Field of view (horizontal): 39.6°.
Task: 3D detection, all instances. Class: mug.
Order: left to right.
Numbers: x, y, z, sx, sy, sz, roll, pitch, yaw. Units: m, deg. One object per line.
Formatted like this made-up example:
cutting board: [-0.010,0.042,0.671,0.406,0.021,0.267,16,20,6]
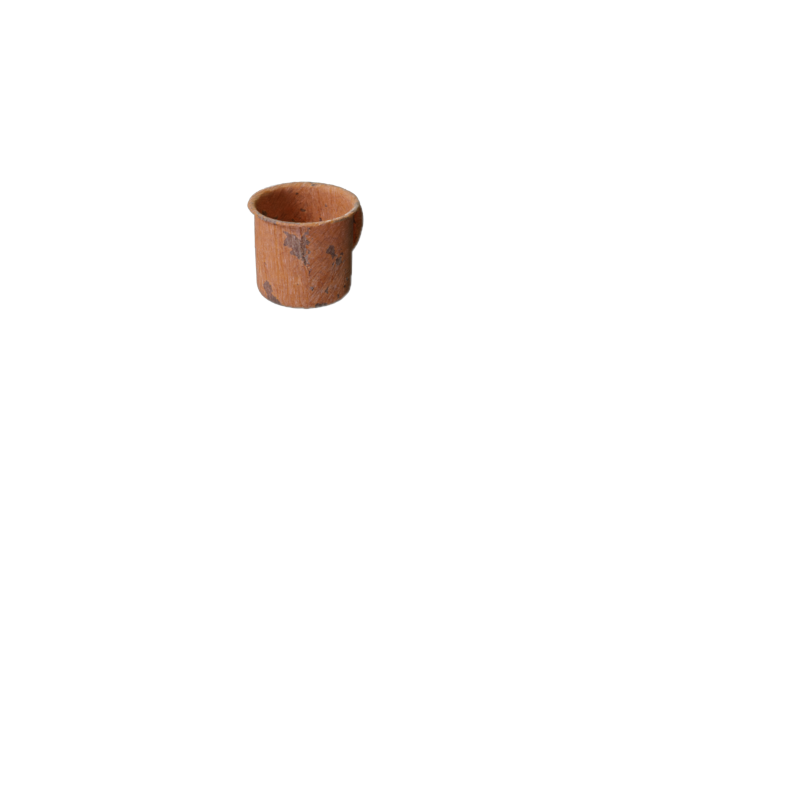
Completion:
mug: [-0.074,-0.134,0.941,0.099,0.077,0.117,22,36,32]
